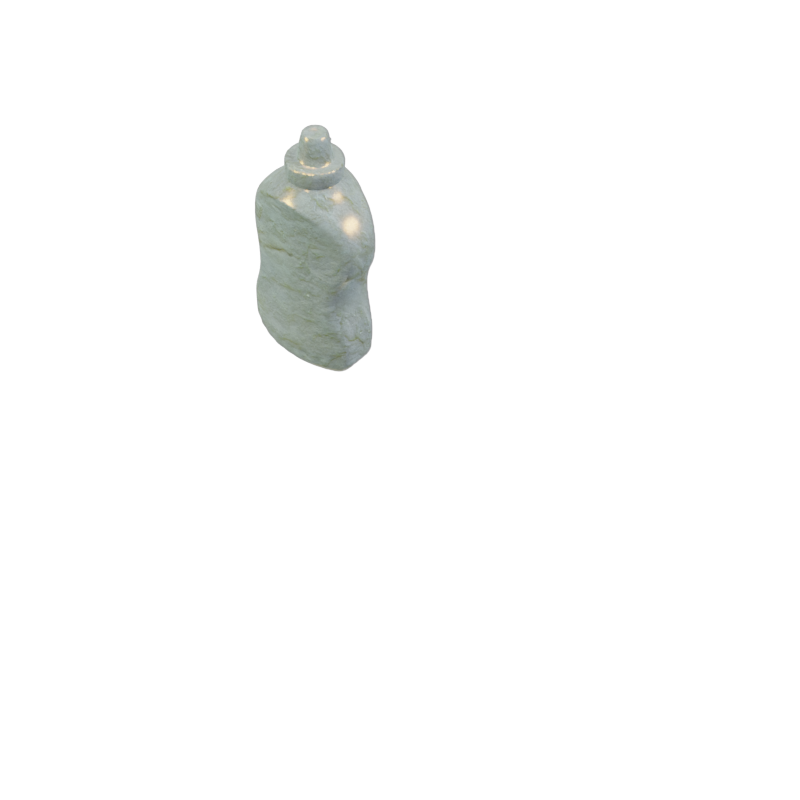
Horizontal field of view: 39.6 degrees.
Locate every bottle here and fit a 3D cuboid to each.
[{"bbox_3d":[-0.061,-0.113,0.789,0.102,0.179,0.059,37,54,28],"label":"bottle"}]
